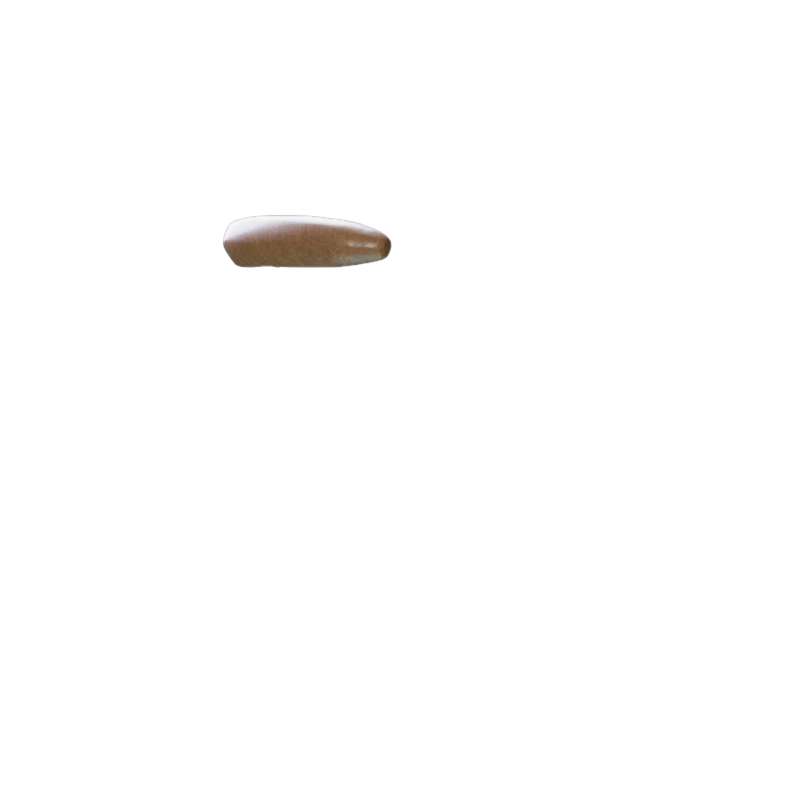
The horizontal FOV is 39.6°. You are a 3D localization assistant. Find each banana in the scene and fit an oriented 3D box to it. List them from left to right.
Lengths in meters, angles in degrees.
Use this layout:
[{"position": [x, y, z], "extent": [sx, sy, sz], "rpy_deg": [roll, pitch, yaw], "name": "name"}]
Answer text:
[{"position": [-0.079, -0.110, 0.773], "extent": [0.067, 0.036, 0.205], "rpy_deg": [-3, 7, -26], "name": "banana"}]
